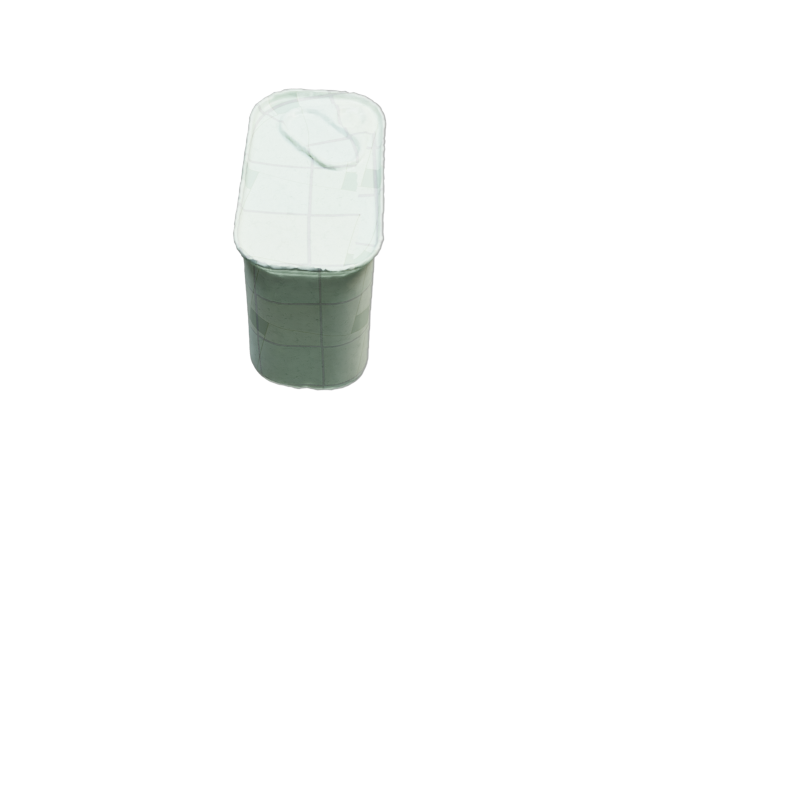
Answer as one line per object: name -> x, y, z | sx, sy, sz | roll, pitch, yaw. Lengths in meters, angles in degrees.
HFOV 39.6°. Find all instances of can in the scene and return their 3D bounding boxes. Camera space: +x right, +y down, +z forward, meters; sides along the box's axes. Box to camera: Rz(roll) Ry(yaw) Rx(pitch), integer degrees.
can -> -0.037, -0.067, 0.471 | 0.057, 0.109, 0.078 | 2, -38, -1
